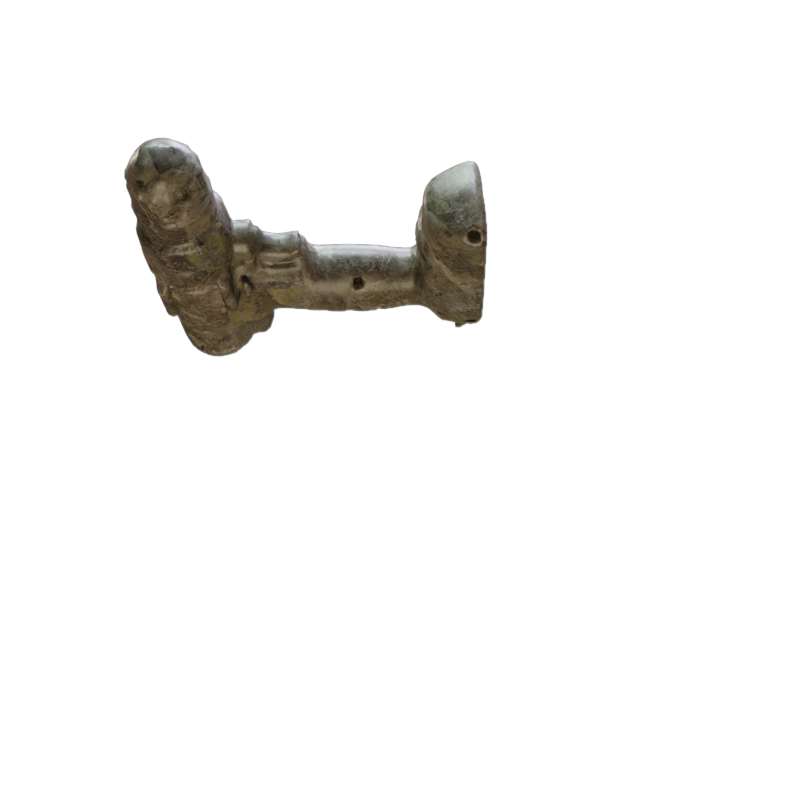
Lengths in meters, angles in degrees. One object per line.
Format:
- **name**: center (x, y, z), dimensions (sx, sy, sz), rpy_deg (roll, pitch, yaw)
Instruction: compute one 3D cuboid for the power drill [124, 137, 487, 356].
- **power drill**: center (-0.048, -0.088, 0.615), dimensions (0.189, 0.061, 0.173), rpy_deg (-2, -26, 4)
